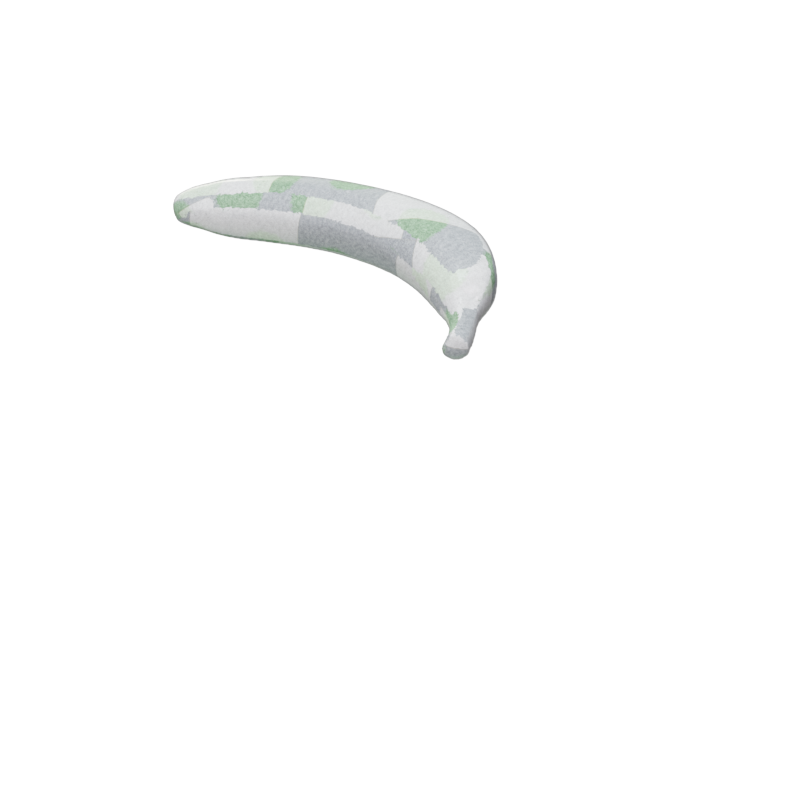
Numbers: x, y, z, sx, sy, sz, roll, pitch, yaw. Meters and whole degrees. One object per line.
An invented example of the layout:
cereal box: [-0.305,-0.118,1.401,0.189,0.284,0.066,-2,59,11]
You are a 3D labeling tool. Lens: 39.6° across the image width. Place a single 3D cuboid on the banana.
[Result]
banana: [-0.024,-0.077,0.517,0.069,0.035,0.211,-23,36,-37]
